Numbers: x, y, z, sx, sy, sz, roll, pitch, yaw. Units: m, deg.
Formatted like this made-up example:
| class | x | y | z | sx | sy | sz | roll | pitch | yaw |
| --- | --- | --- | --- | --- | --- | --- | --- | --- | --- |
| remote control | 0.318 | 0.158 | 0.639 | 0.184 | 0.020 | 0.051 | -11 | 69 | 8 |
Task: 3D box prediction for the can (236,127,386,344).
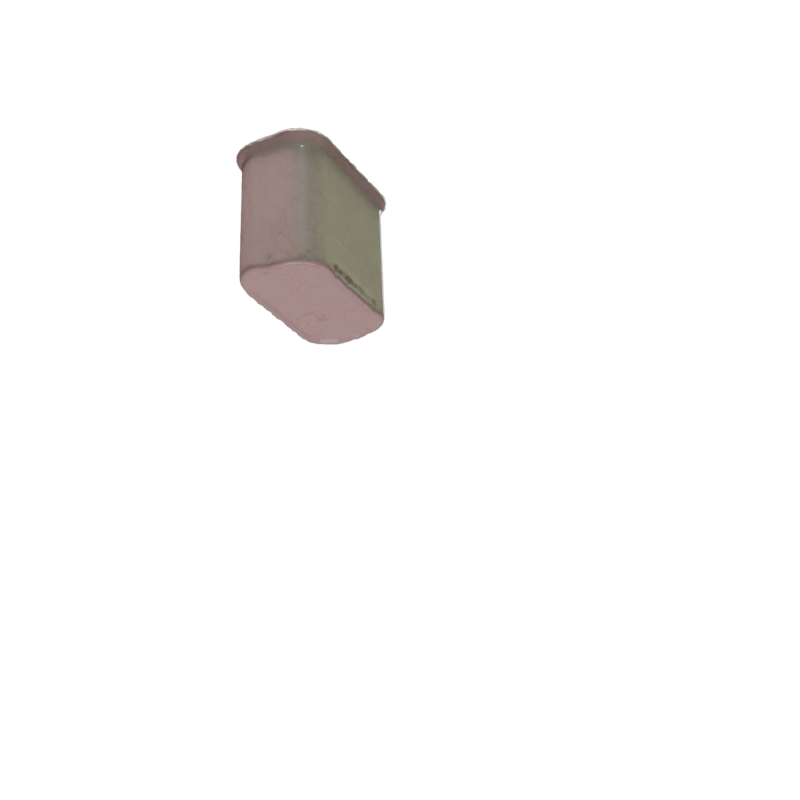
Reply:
| class | x | y | z | sx | sy | sz | roll | pitch | yaw |
| --- | --- | --- | --- | --- | --- | --- | --- | --- | --- |
| can | -0.049 | -0.089 | 0.624 | 0.058 | 0.089 | 0.094 | -16 | -31 | 24 |
